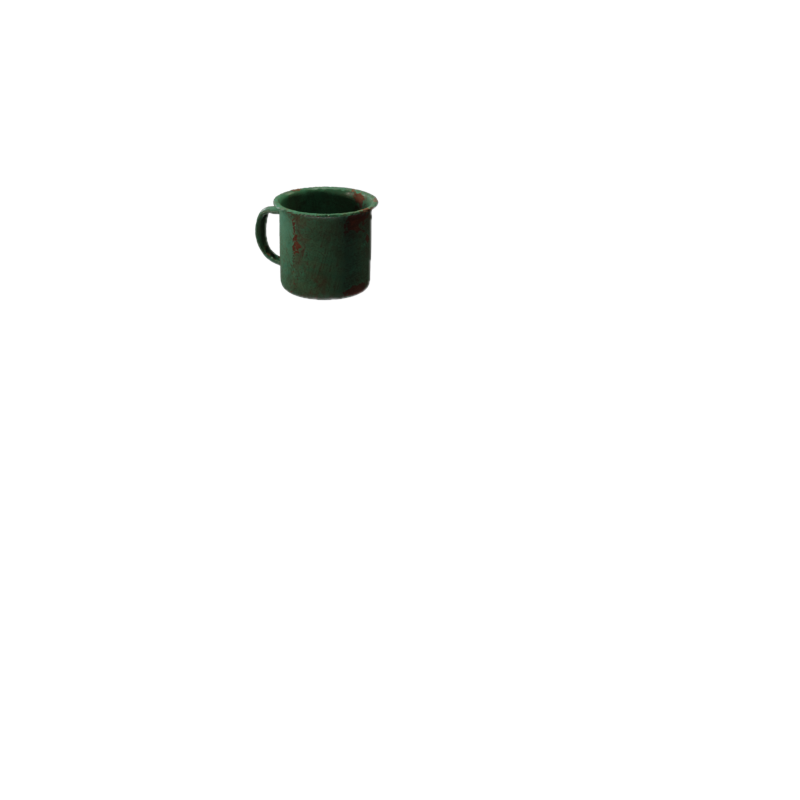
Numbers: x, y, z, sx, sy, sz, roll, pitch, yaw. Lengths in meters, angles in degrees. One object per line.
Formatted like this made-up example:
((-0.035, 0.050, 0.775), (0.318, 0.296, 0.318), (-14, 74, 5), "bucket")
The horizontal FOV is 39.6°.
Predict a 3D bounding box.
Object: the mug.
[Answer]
((-0.078, -0.142, 0.994), (0.121, 0.078, 0.094), (10, 24, 21), "mug")
